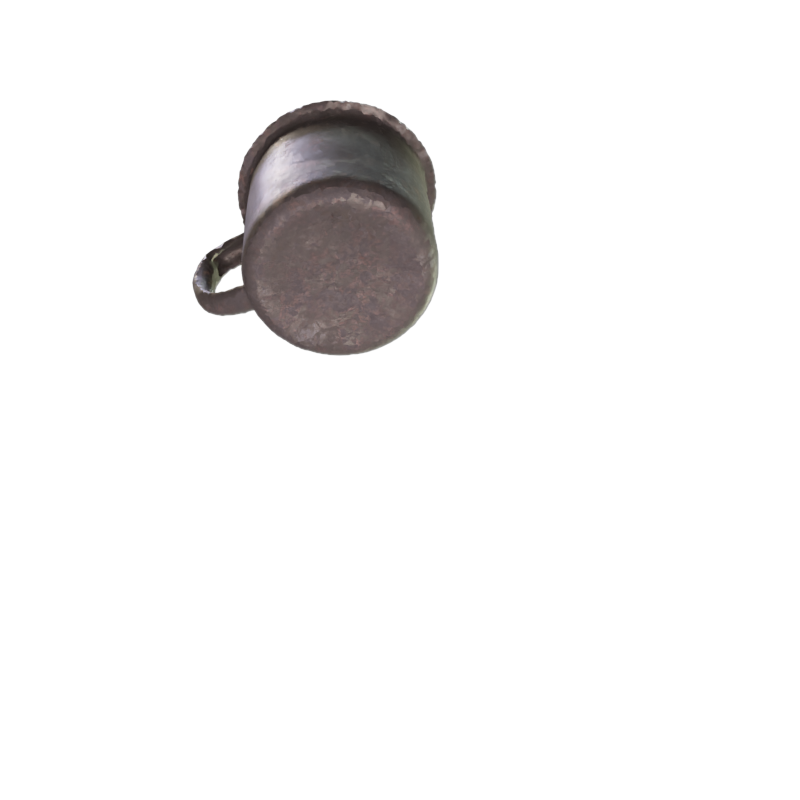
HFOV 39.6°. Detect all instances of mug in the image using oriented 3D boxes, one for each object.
[{"bbox_3d":[-0.038,-0.069,0.486,0.117,0.087,0.087,-20,30,10],"label":"mug"}]
